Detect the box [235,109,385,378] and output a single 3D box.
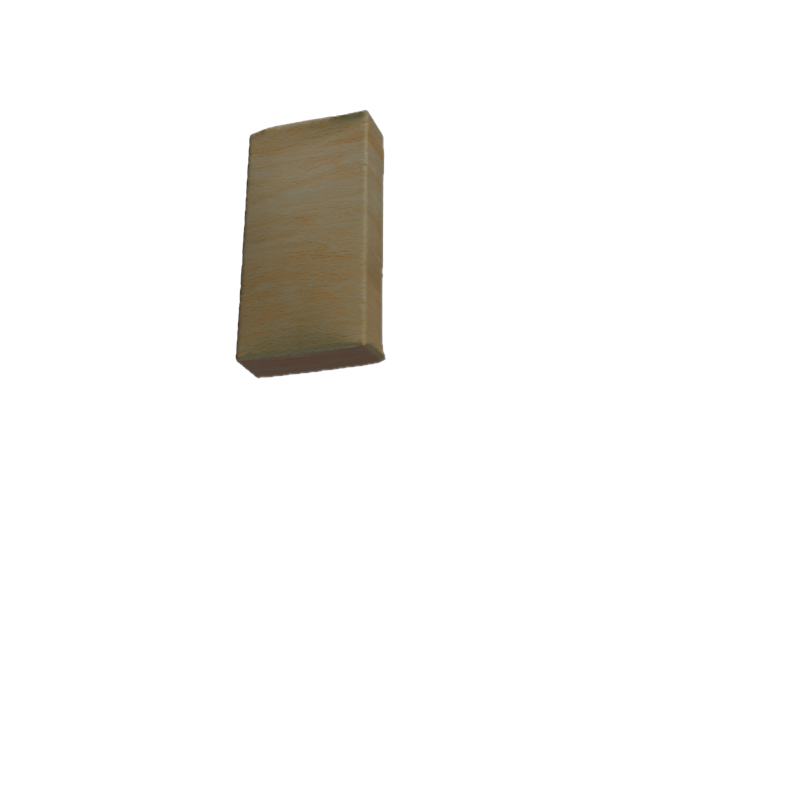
[{"bbox_3d":[-0.059,-0.108,0.756,0.095,0.186,0.045,-9,-24,17],"label":"box"}]
